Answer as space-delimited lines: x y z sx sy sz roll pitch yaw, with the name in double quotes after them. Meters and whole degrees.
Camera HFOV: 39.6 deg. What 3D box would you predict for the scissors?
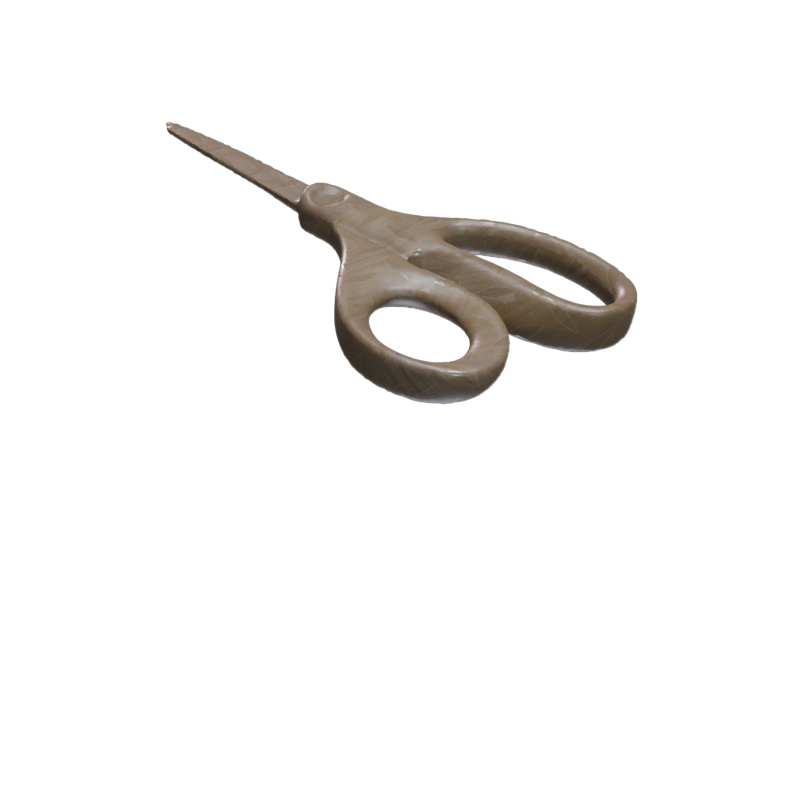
-0.028 -0.051 0.357 0.212 0.015 0.097 21 40 27 "scissors"
